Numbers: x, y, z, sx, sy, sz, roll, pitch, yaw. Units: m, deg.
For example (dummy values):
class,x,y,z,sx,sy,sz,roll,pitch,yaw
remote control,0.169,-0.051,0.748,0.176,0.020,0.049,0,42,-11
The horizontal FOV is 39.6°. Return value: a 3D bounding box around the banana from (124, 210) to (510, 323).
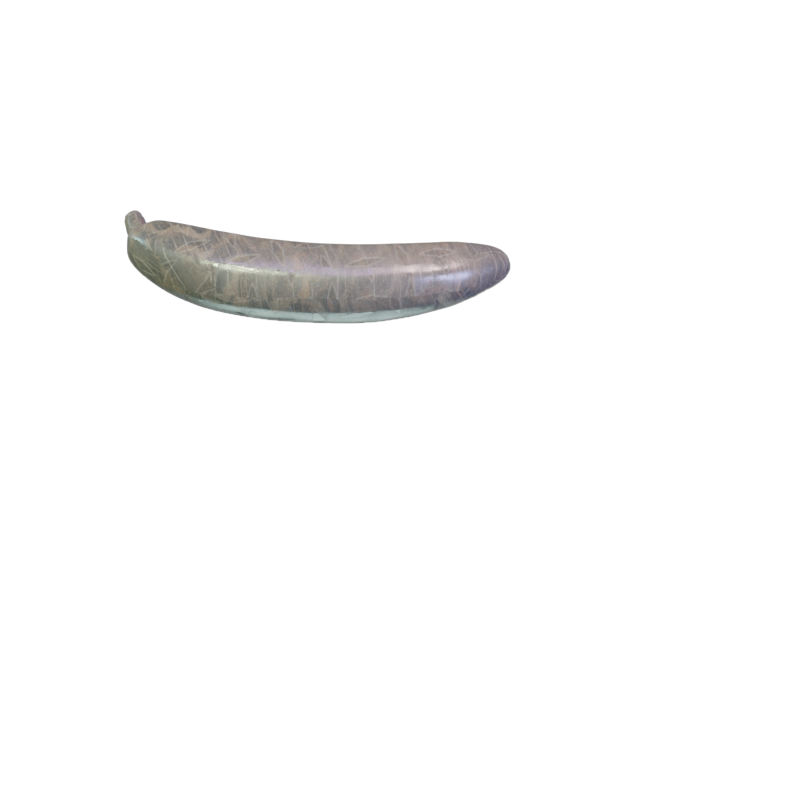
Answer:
class,x,y,z,sx,sy,sz,roll,pitch,yaw
banana,-0.049,-0.065,0.526,0.201,0.034,0.073,9,42,10
